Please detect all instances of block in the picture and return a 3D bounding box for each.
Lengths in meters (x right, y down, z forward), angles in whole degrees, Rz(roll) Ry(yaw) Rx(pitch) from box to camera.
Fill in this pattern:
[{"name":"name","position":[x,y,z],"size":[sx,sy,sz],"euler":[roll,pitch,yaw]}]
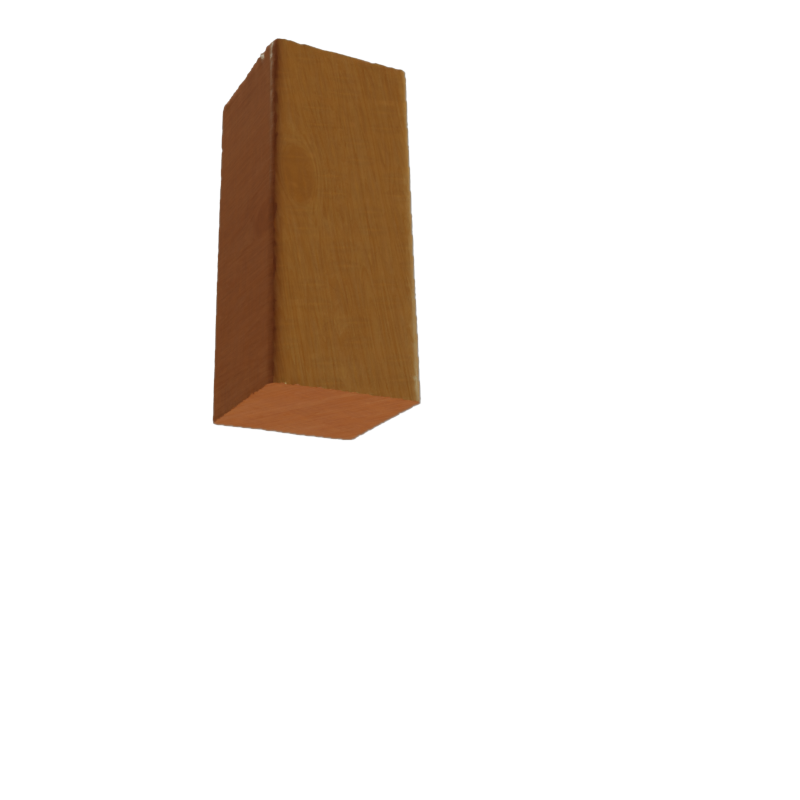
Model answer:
[{"name":"block","position":[-0.051,-0.092,0.645],"size":[0.087,0.217,0.089],"euler":[9,-25,-25]}]
